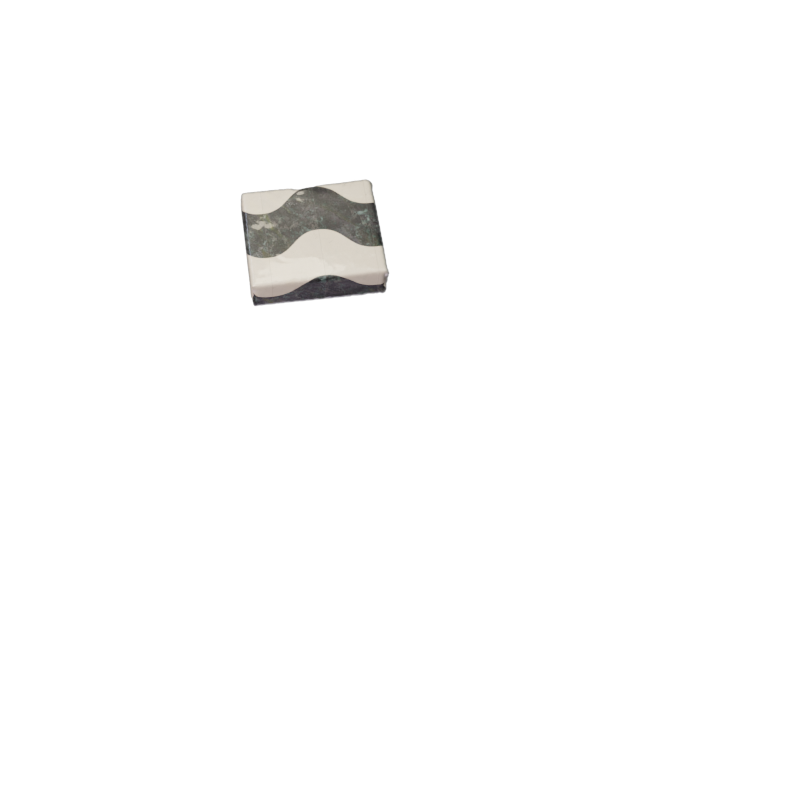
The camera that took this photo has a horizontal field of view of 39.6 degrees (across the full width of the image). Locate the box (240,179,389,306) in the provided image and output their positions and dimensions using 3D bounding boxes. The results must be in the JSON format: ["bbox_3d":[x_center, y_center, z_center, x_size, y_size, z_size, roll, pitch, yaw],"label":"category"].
[{"bbox_3d":[-0.057,-0.103,0.724,0.089,0.078,0.028,-7,-30,-4],"label":"box"}]
